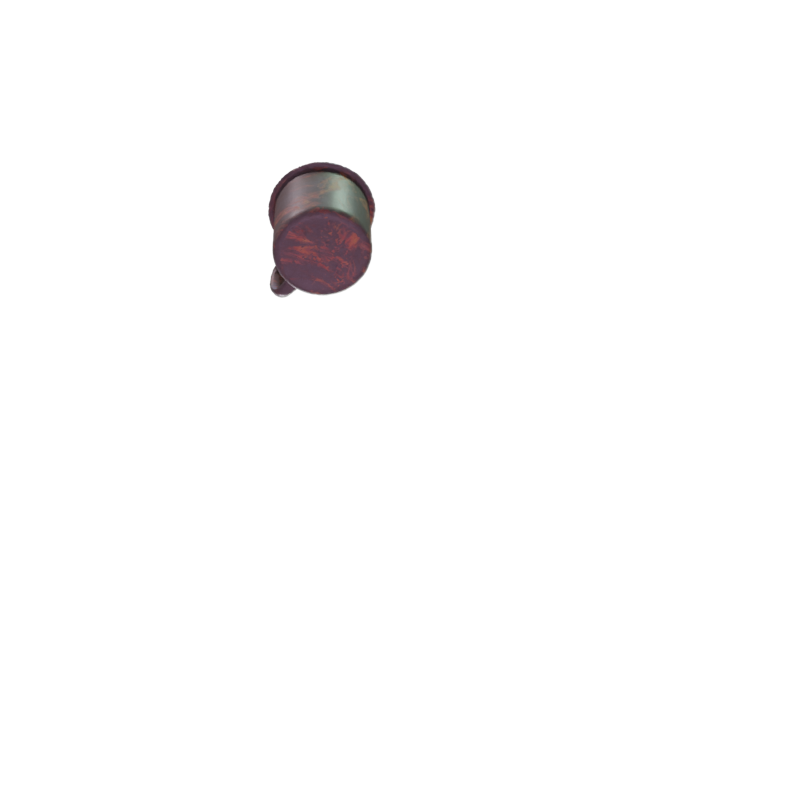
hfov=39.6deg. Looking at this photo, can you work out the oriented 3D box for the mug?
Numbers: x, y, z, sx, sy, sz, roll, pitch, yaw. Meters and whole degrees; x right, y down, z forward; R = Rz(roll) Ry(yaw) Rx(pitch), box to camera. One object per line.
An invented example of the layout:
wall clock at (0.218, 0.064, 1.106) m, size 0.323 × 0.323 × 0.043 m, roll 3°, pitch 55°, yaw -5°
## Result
mug at (-0.073, -0.134, 0.935) m, size 0.089 × 0.115 × 0.087 m, roll 34°, pitch 25°, yaw -21°
